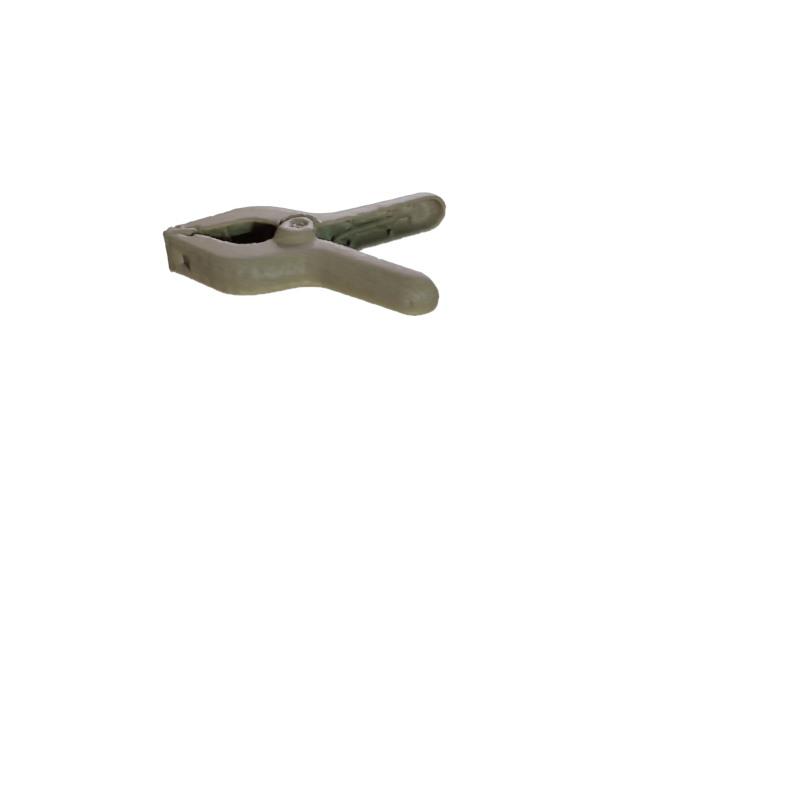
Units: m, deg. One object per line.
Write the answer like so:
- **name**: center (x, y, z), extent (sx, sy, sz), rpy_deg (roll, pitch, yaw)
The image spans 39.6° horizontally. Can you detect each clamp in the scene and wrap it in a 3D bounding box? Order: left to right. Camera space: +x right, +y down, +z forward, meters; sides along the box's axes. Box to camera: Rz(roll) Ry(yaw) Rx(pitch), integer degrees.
- **clamp**: center (-0.052, -0.095, 0.662), extent (0.175, 0.037, 0.124), rpy_deg (8, 30, 14)
